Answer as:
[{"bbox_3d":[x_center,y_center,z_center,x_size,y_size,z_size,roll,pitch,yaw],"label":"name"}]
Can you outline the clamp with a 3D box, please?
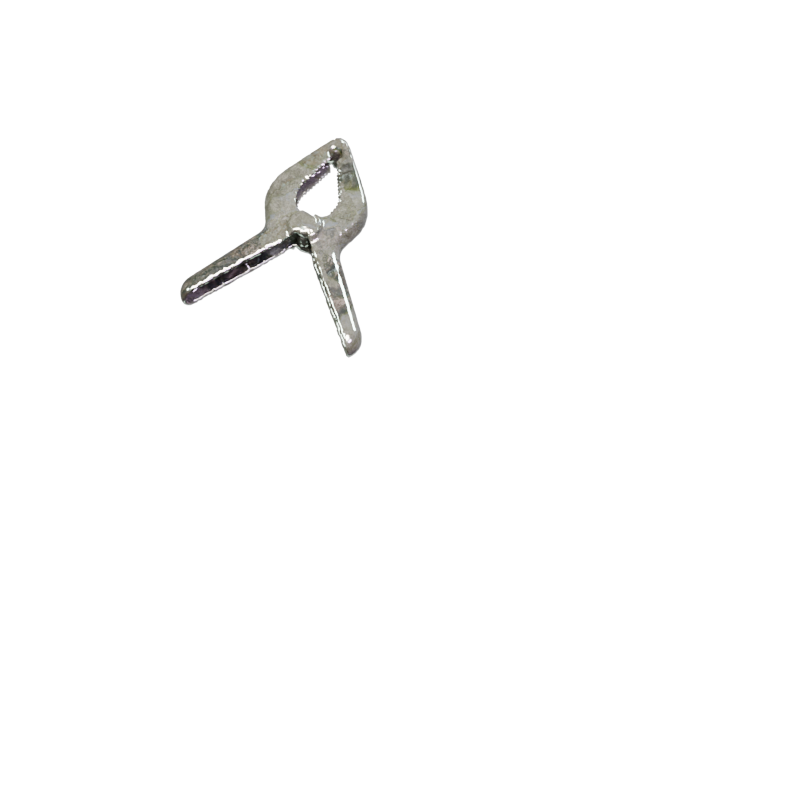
[{"bbox_3d":[-0.078,-0.142,0.996,0.169,0.217,0.034,23,-26,11],"label":"clamp"}]
